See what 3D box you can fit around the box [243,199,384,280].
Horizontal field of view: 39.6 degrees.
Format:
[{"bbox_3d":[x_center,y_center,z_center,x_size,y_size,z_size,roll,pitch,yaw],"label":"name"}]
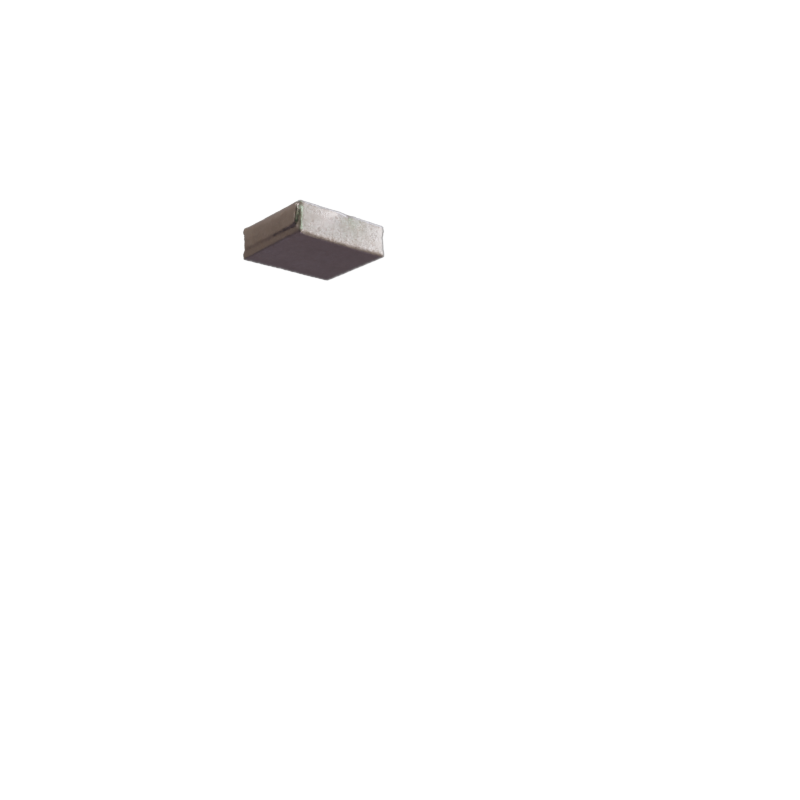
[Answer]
[{"bbox_3d":[-0.069,-0.126,0.881,0.085,0.032,0.074,12,-20,-38],"label":"box"}]
